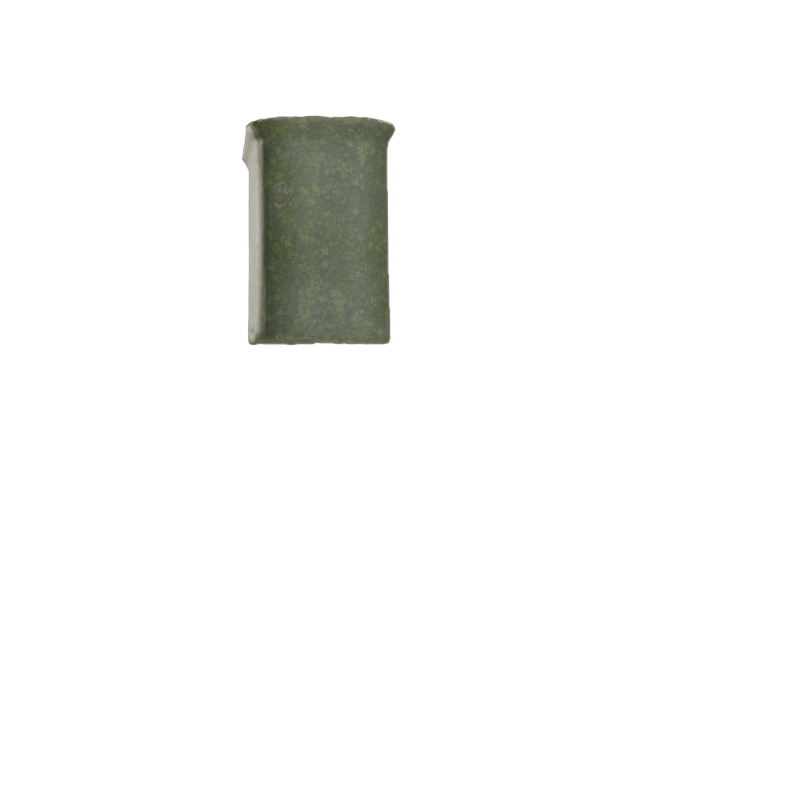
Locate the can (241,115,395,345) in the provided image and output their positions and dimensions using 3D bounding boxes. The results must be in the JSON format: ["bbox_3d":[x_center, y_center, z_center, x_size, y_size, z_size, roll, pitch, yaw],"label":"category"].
[{"bbox_3d":[-0.035,-0.064,0.451,0.057,0.085,0.102,0,-1,-9],"label":"can"}]
